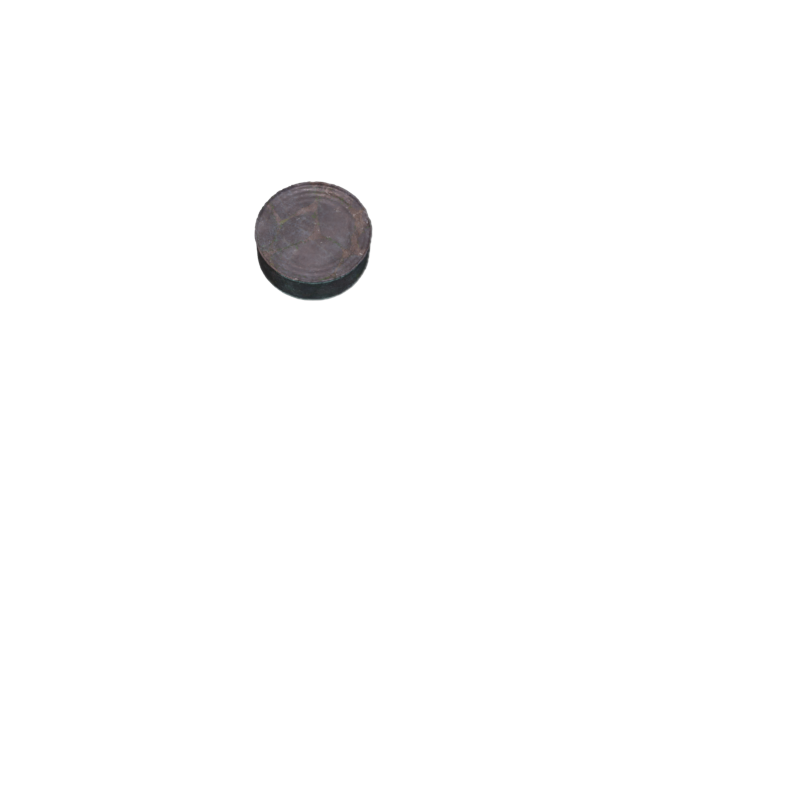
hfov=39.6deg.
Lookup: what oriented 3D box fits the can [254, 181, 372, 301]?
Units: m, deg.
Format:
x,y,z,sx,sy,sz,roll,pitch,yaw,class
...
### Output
x,y,z,sx,sy,sz,roll,pitch,yaw,class
-0.064,-0.117,0.819,0.086,0.091,0.032,-1,-28,-1,can
